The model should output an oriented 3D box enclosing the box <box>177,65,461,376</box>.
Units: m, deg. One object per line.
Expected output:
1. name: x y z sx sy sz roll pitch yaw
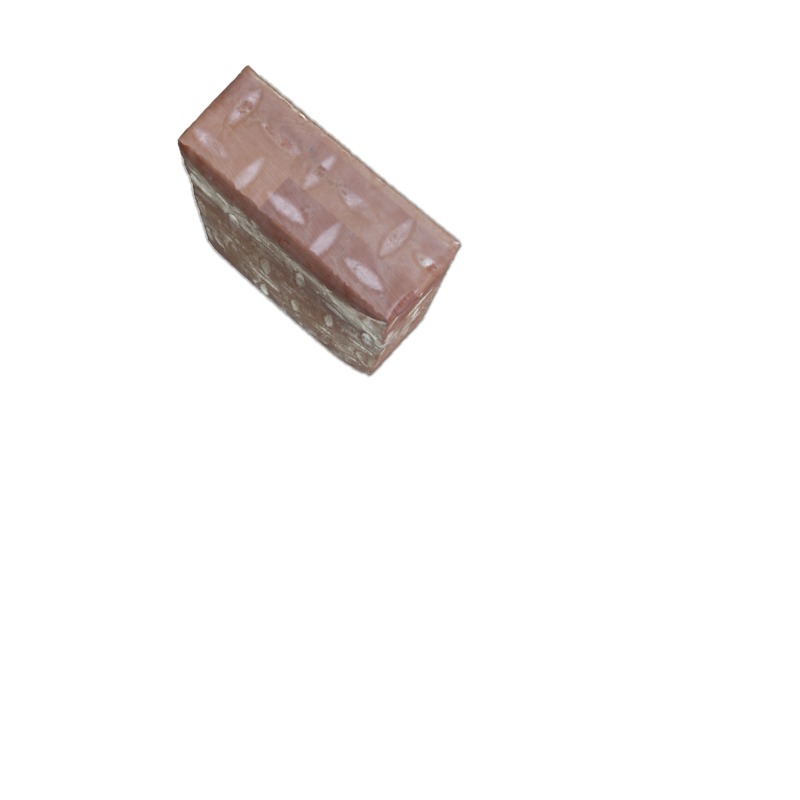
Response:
1. box: -0.056 -0.103 0.719 0.167 0.072 0.208 41 -8 4
